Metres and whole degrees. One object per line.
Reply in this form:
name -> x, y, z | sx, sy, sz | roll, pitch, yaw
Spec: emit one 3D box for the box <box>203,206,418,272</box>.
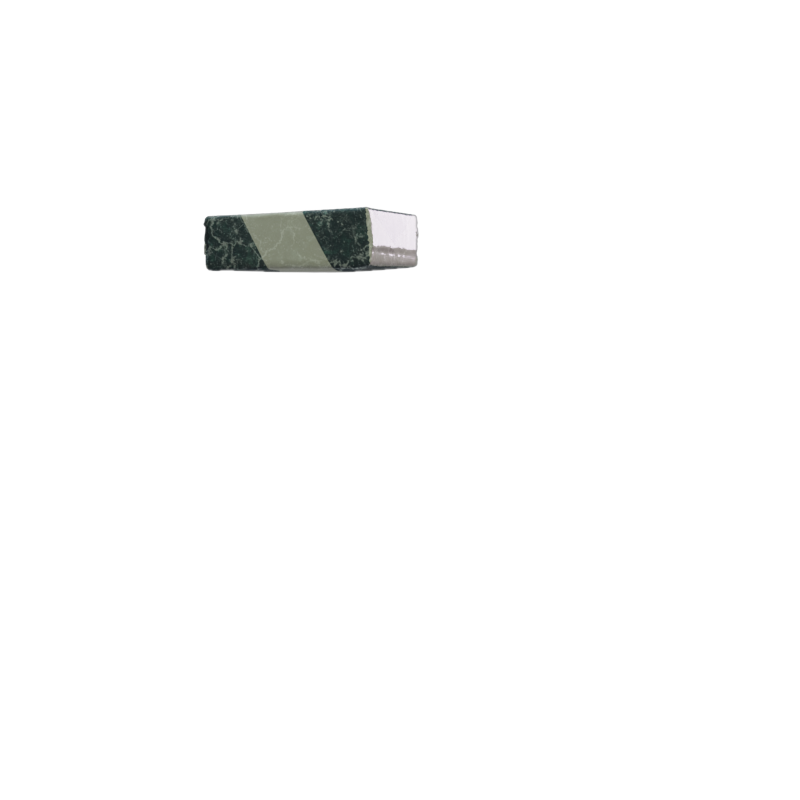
box -> -0.055, -0.101, 0.707 | 0.117, 0.039, 0.088 | 3, 7, 22
